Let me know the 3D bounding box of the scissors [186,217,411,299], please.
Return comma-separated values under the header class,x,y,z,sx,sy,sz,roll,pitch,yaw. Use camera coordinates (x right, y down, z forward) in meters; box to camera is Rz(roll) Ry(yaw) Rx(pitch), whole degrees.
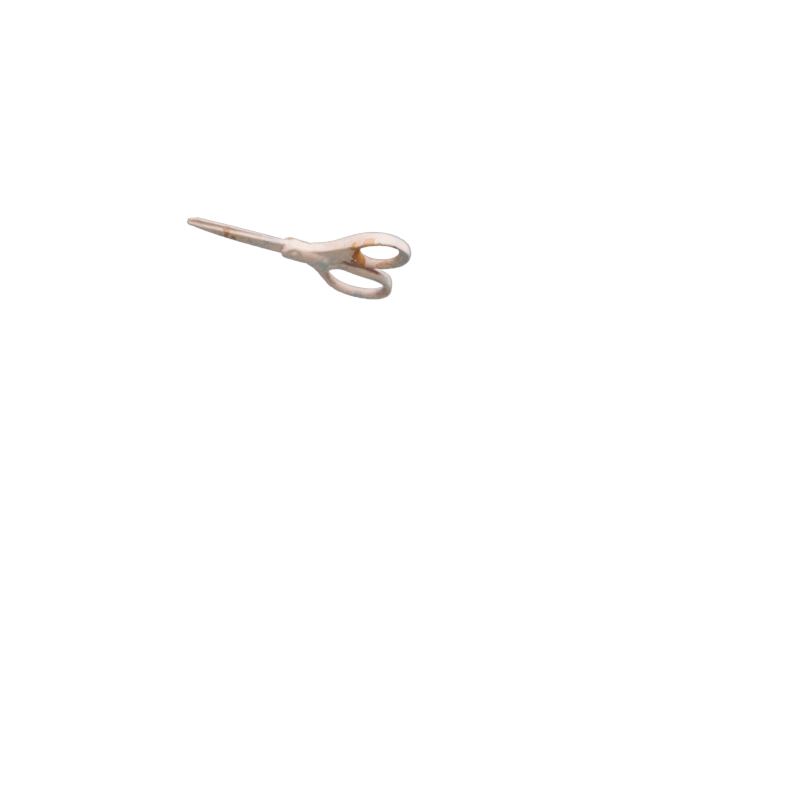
class,x,y,z,sx,sy,sz,roll,pitch,yaw
scissors,-0.075,-0.137,0.961,0.190,0.017,0.095,24,-39,-33
